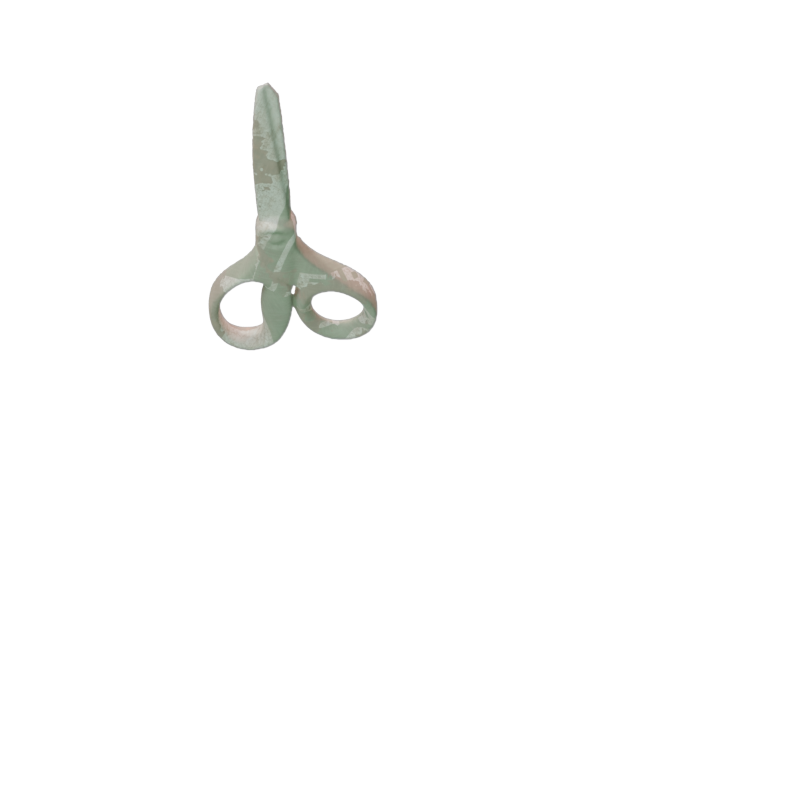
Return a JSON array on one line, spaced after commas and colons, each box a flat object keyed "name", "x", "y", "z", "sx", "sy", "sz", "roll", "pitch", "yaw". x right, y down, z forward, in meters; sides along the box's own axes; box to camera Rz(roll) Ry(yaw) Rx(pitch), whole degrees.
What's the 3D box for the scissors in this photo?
[{"name": "scissors", "x": -0.041, "y": -0.075, "z": 0.524, "sx": 0.094, "sy": 0.017, "sz": 0.194, "roll": 9, "pitch": -29, "yaw": -16}]
